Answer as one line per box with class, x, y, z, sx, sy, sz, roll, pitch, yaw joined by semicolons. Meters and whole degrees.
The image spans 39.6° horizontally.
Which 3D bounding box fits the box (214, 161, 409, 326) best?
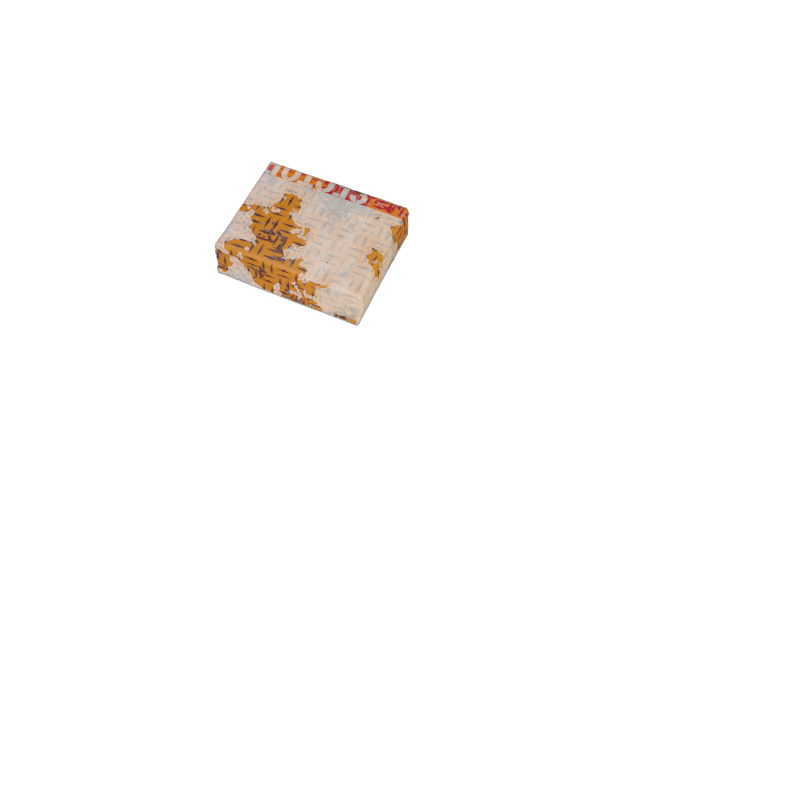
box;-0.061;-0.112;0.786;0.117;0.094;0.036;19;-37;14
